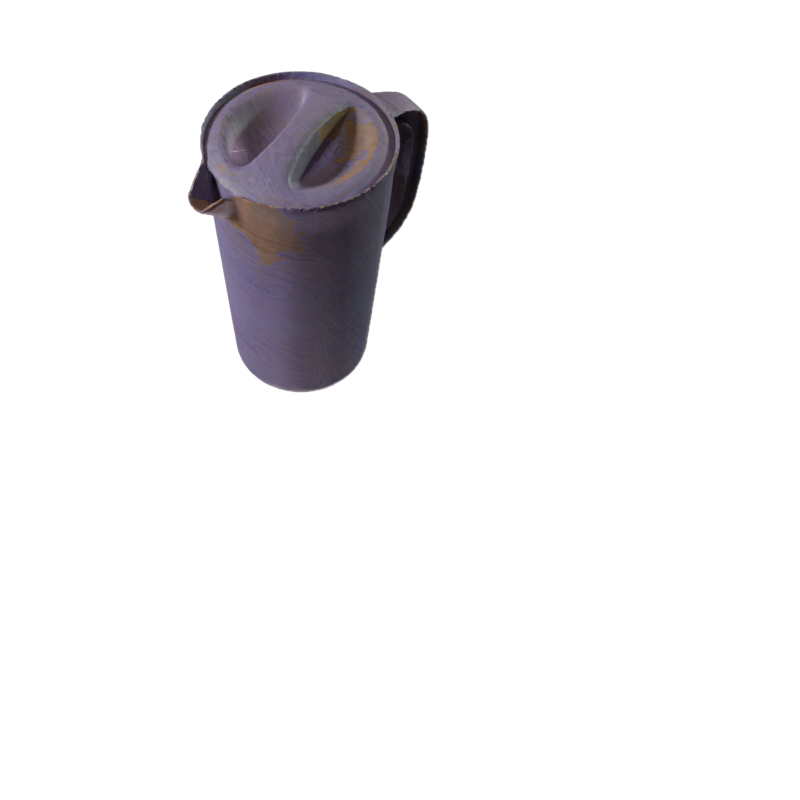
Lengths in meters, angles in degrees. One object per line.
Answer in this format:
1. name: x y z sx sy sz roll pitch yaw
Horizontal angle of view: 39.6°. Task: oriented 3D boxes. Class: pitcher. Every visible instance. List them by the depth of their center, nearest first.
1. pitcher: -0.065 -0.118 0.826 0.150 0.154 0.227 8 -36 3
